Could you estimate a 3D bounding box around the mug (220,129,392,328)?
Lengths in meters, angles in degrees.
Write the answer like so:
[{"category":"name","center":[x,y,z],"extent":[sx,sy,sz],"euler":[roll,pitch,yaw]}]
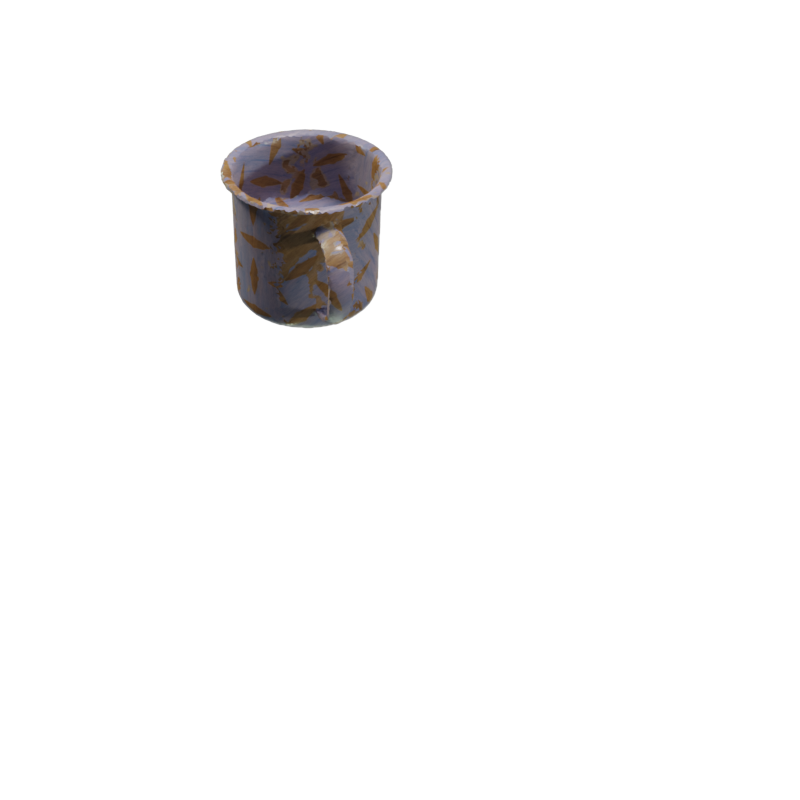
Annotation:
[{"category":"mug","center":[-0.048,-0.087,0.611],"extent":[0.092,0.076,0.127],"euler":[-11,39,-16]}]
